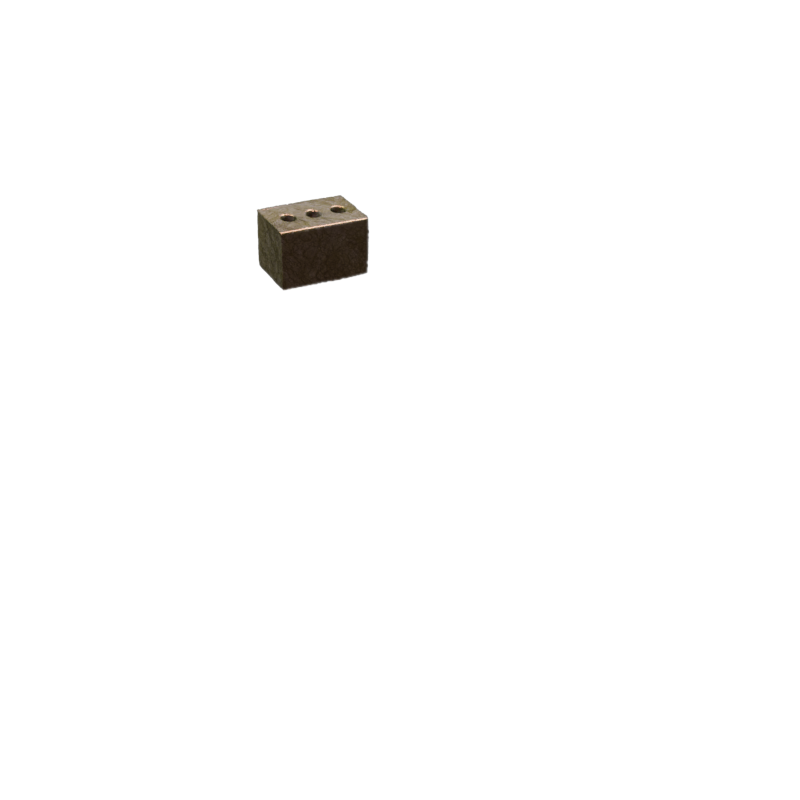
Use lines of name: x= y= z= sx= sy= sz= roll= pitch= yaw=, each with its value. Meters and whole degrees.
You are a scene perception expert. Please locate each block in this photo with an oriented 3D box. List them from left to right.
block: x=-0.070 y=-0.128 z=0.894 sx=0.077 sy=0.048 sz=0.057 roll=-13 pitch=32 yaw=-23
